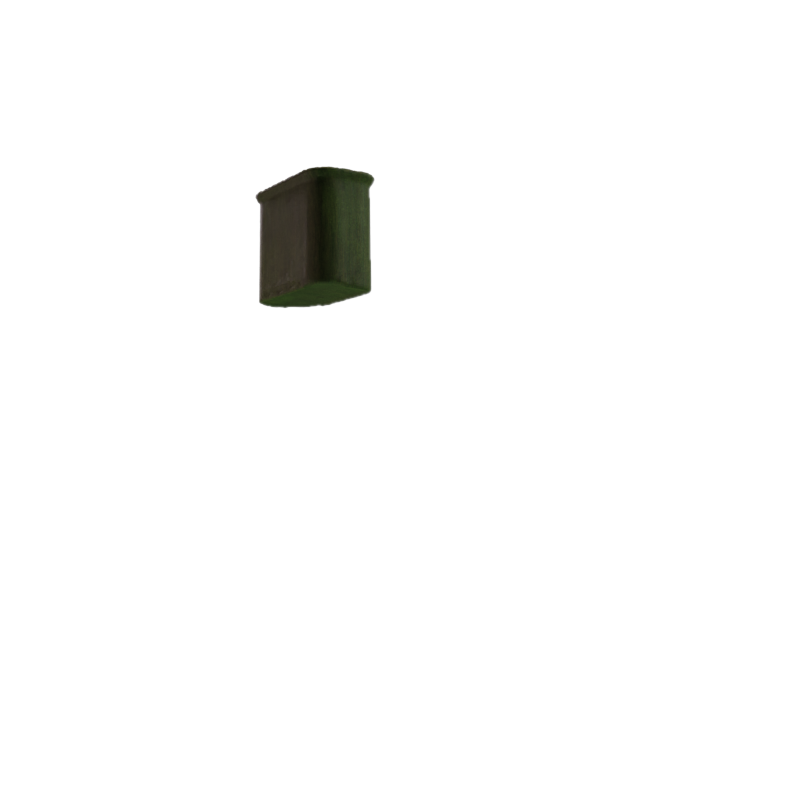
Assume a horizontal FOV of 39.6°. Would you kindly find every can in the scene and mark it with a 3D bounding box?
[{"bbox_3d":[-0.063,-0.115,0.806,0.055,0.086,0.104,7,-11,-34],"label":"can"}]
